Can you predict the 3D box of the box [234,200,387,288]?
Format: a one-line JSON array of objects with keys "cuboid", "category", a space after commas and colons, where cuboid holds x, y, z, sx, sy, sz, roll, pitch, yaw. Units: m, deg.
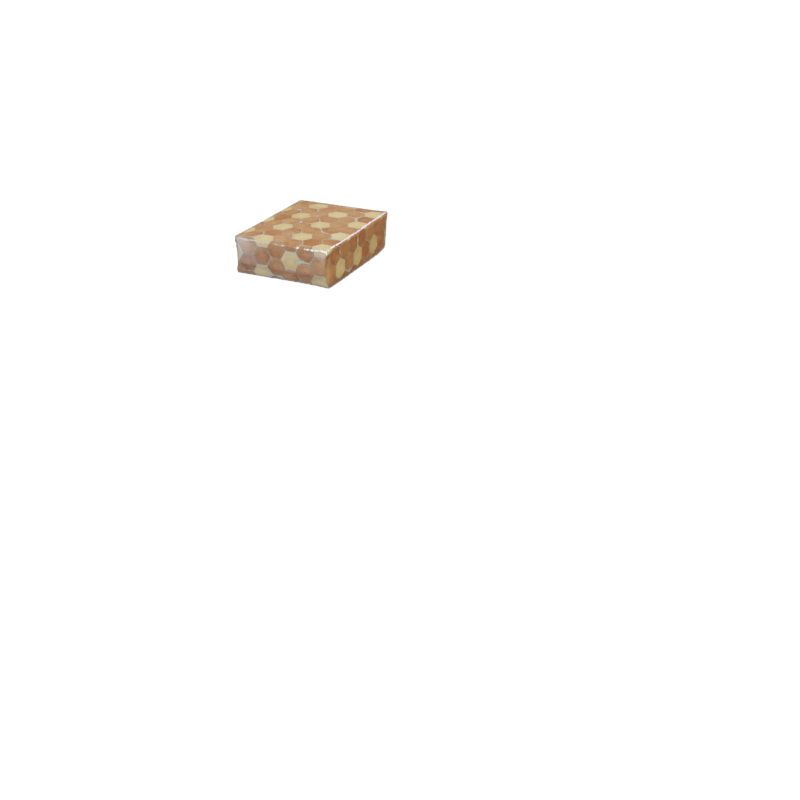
[{"cuboid": [-0.074, -0.135, 0.948, 0.093, 0.037, 0.114, 12, 27, 24], "category": "box"}]
